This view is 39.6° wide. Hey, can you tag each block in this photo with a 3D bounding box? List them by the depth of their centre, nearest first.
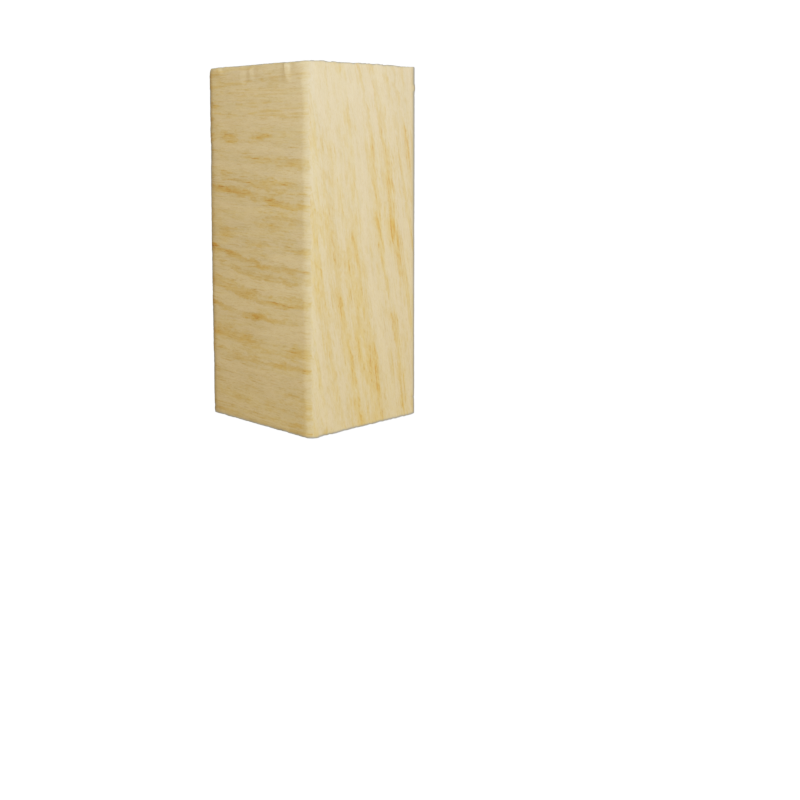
[{"bbox_3d":[-0.052,-0.094,0.659,0.095,0.203,0.087,7,9,44],"label":"block"}]
